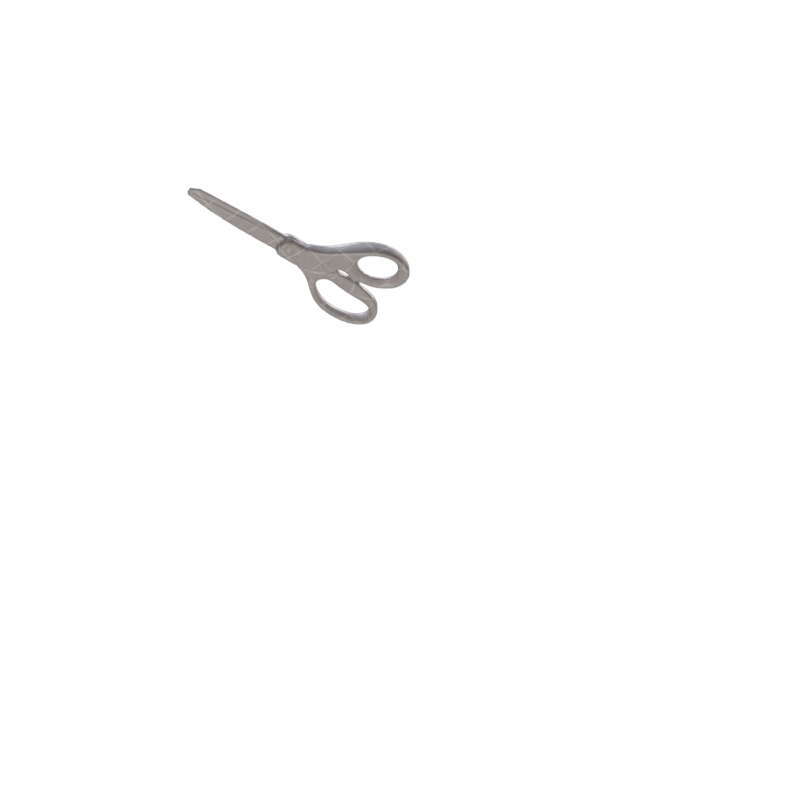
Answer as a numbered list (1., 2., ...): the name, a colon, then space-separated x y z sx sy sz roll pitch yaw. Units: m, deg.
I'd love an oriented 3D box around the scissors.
1. scissors: -0.070 -0.127 0.892 0.096 0.017 0.187 -26 -49 25
